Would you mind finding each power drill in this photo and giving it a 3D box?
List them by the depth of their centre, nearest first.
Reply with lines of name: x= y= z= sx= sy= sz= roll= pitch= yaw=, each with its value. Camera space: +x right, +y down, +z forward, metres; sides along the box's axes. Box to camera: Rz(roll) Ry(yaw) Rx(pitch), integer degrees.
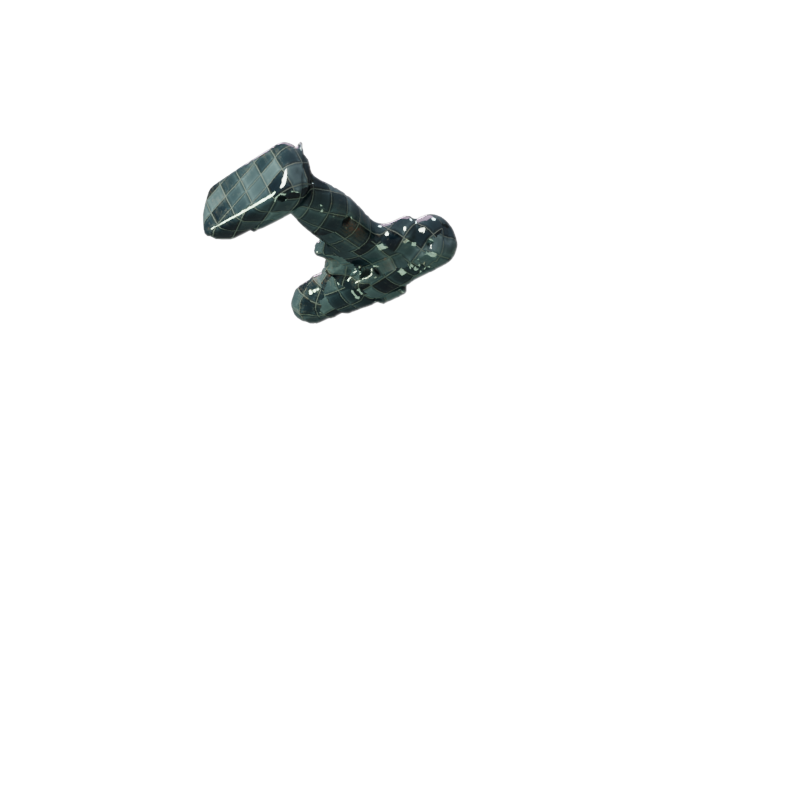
power drill: x=-0.074 y=-0.135 z=0.947 sx=0.185 sy=0.061 sz=0.176 roll=-25 pitch=-38 yaw=38
